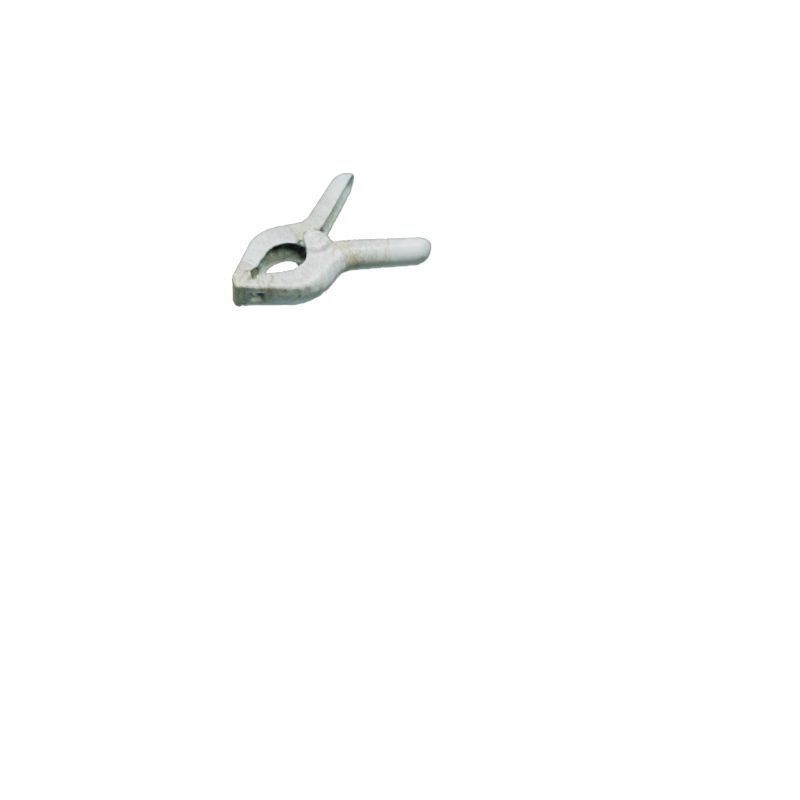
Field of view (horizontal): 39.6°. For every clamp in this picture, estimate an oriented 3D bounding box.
[{"bbox_3d":[-0.074,-0.134,0.942,0.170,0.036,0.130,-21,47,-21],"label":"clamp"}]
